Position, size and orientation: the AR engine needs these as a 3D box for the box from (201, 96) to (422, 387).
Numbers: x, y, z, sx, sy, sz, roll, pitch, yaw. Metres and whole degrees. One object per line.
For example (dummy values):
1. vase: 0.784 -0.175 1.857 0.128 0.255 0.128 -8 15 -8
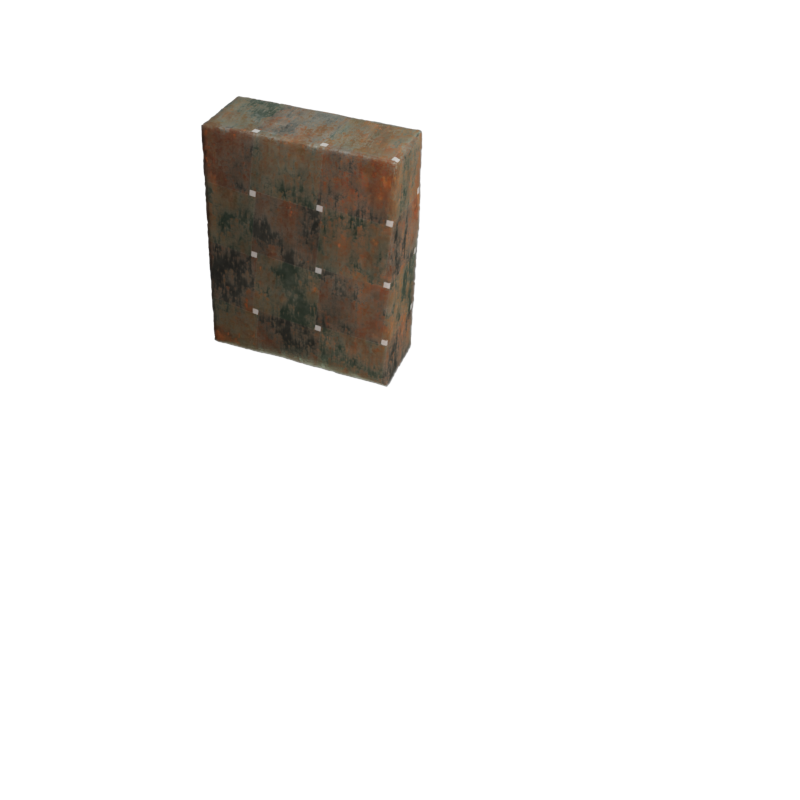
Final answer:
1. box: -0.071 -0.130 0.910 0.170 0.200 0.074 15 37 18
